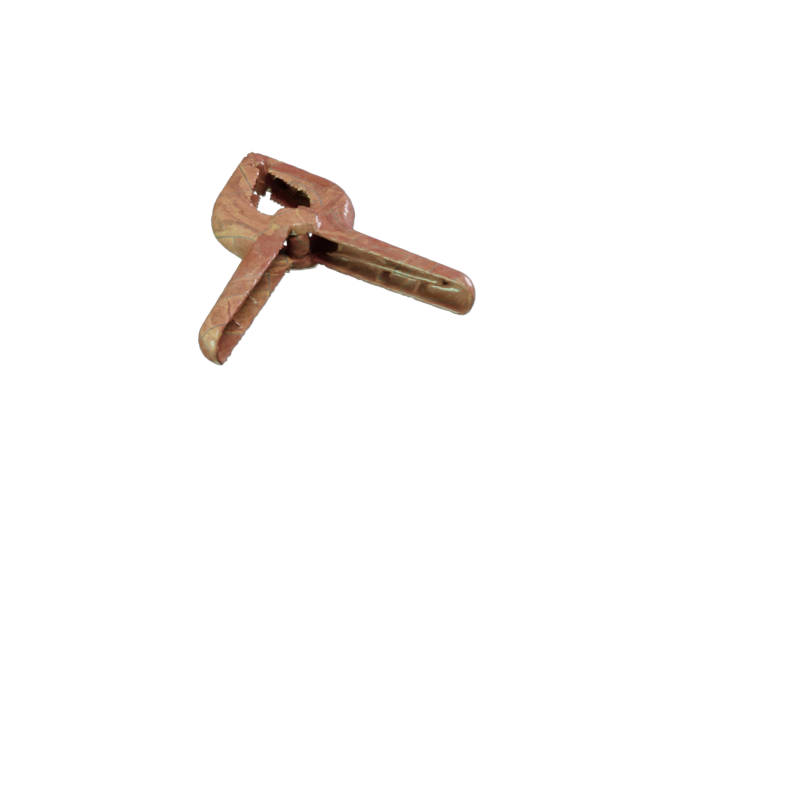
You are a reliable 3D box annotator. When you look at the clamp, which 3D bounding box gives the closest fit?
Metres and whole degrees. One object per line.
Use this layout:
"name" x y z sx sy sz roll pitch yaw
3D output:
"clamp" -0.055 -0.101 0.705 0.163 0.034 0.227 -8 38 -10
